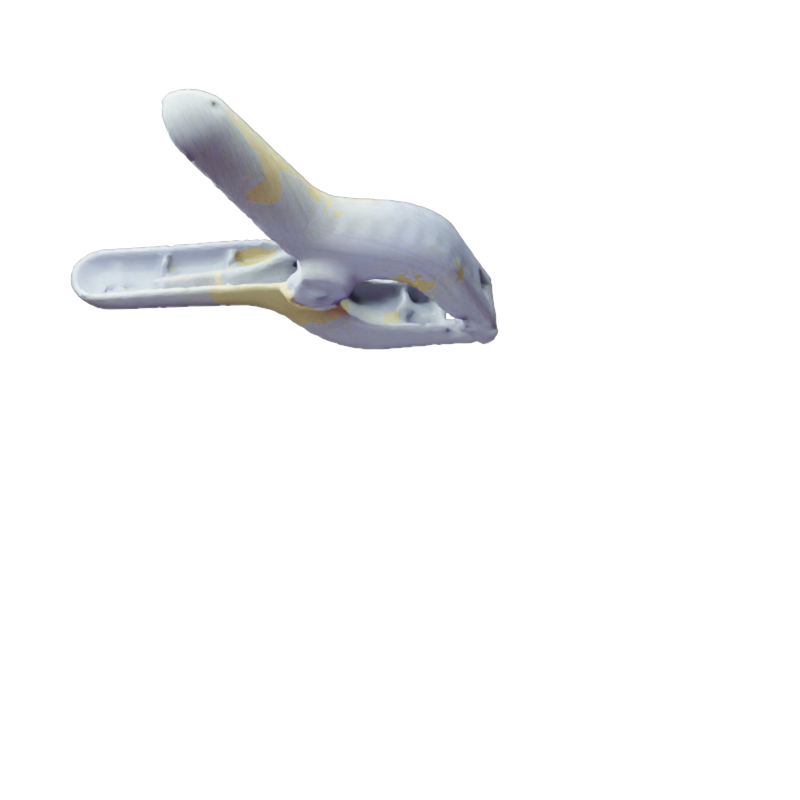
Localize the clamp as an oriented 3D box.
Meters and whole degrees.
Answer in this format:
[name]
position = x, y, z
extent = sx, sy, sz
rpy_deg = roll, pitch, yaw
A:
[clamp]
position = -0.033, -0.061, 0.425
extent = 0.167, 0.042, 0.116
rpy_deg = 8, -27, -17
